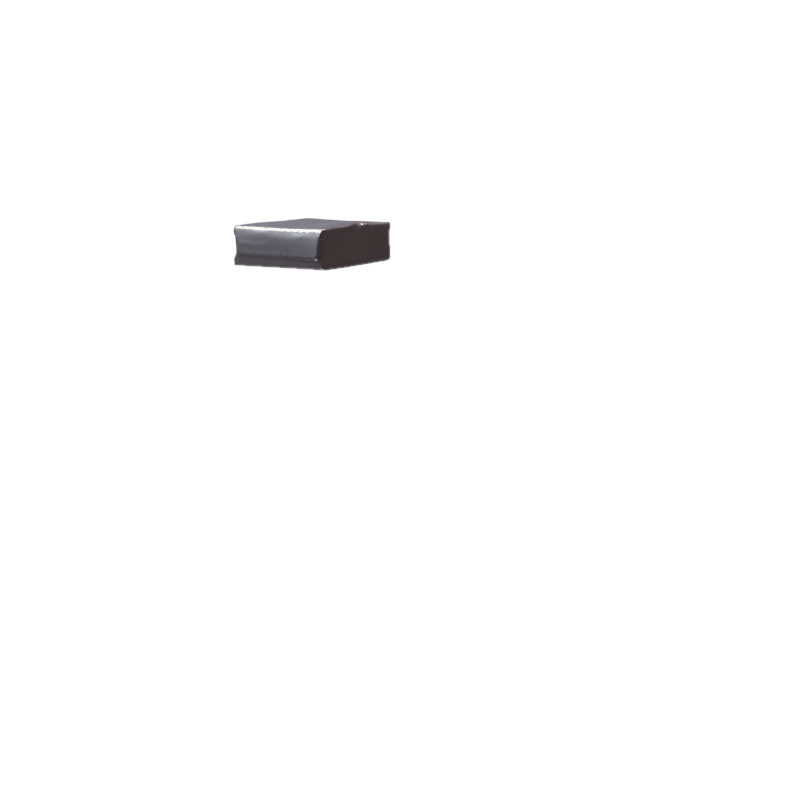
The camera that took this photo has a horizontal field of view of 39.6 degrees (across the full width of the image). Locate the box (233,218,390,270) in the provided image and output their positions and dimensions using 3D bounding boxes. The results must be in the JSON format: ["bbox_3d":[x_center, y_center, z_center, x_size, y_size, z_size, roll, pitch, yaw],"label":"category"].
[{"bbox_3d":[-0.060,-0.109,0.763,0.076,0.030,0.087,7,14,32],"label":"box"}]
